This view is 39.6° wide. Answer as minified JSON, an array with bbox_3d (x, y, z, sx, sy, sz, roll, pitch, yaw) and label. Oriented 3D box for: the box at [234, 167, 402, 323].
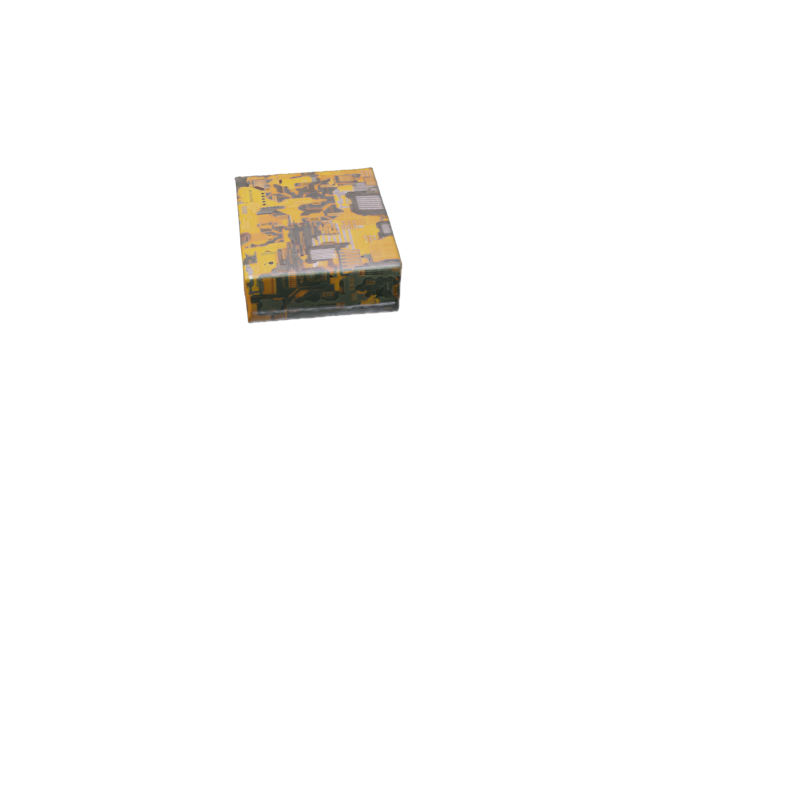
[{"bbox_3d":[-0.052,-0.096,0.671,0.089,0.036,0.122,-5,38,-7],"label":"box"}]
